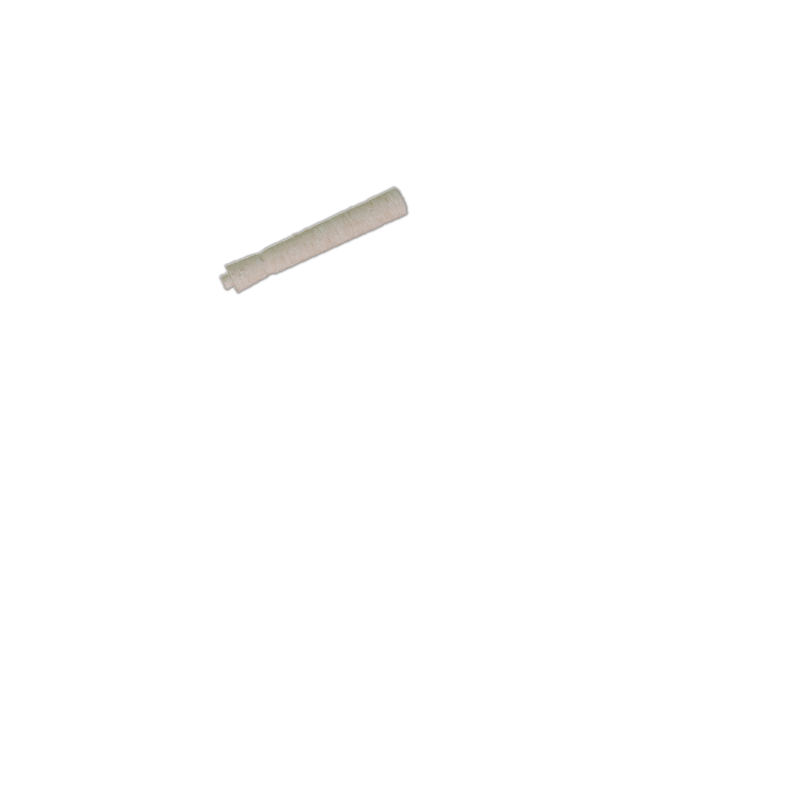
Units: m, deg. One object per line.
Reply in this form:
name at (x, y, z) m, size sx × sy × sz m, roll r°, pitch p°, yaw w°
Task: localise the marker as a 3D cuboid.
marker at (-0.053, -0.096, 0.676) m, size 0.121 × 0.019 × 0.020 m, roll -26°, pitch 8°, yaw -7°
